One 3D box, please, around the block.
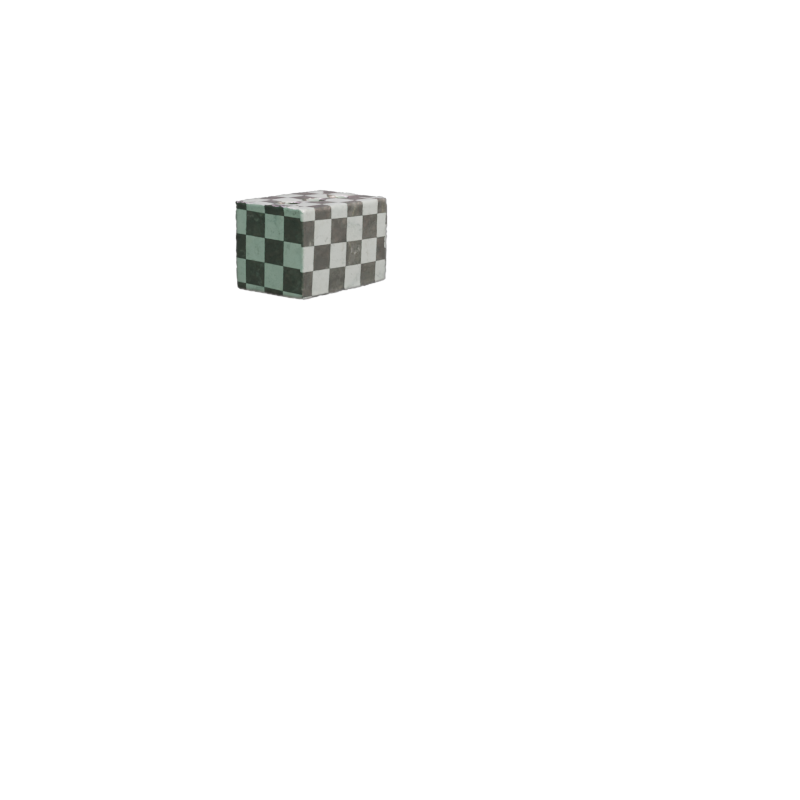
[{"bbox_3d":[-0.050,-0.092,0.642,0.055,0.050,0.076,10,17,36],"label":"block"}]
